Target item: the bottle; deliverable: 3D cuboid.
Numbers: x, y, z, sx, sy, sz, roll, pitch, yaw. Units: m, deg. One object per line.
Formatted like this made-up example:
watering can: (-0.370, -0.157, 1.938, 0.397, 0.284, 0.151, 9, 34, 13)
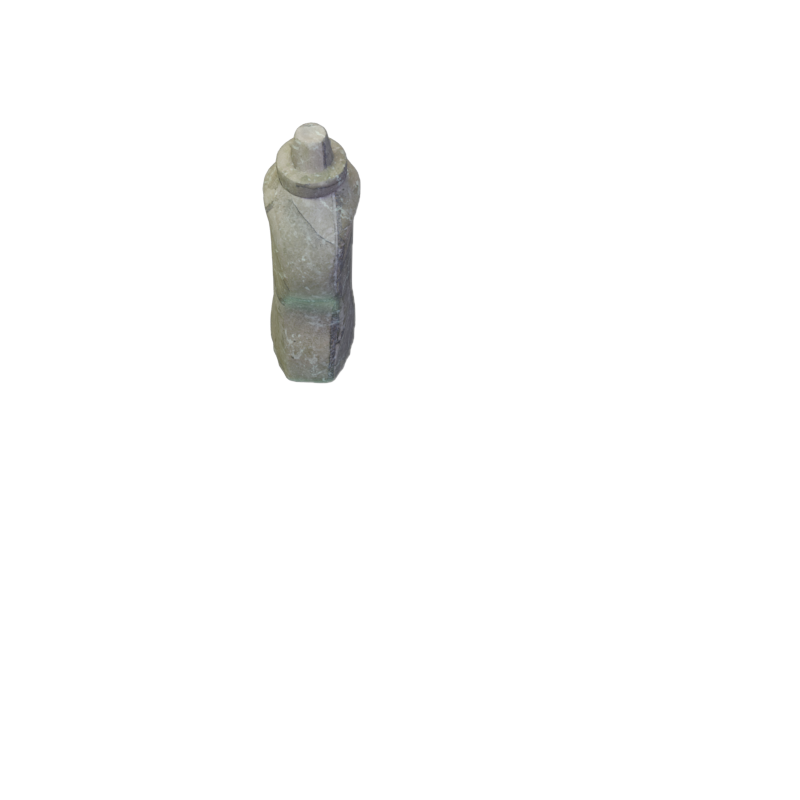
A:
bottle: (-0.054, -0.098, 0.688, 0.058, 0.102, 0.179, 4, -34, -2)
